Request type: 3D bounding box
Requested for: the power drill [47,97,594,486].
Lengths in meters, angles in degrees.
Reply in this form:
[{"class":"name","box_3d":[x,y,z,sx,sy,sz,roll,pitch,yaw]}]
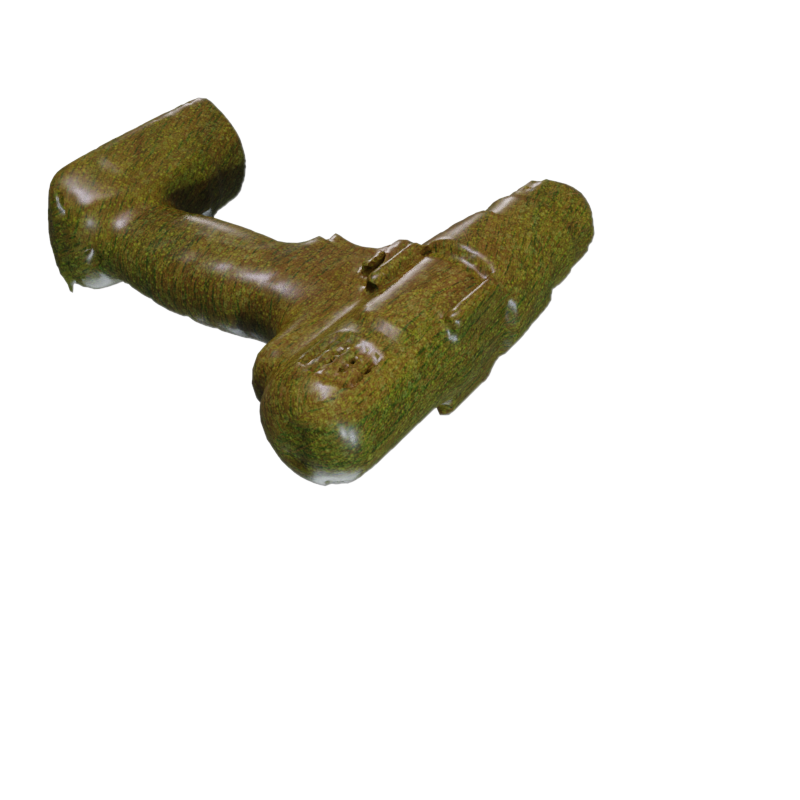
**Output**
[{"class":"power drill","box_3d":[-0.036,-0.065,0.454,0.199,0.054,0.186,26,45,28]}]
